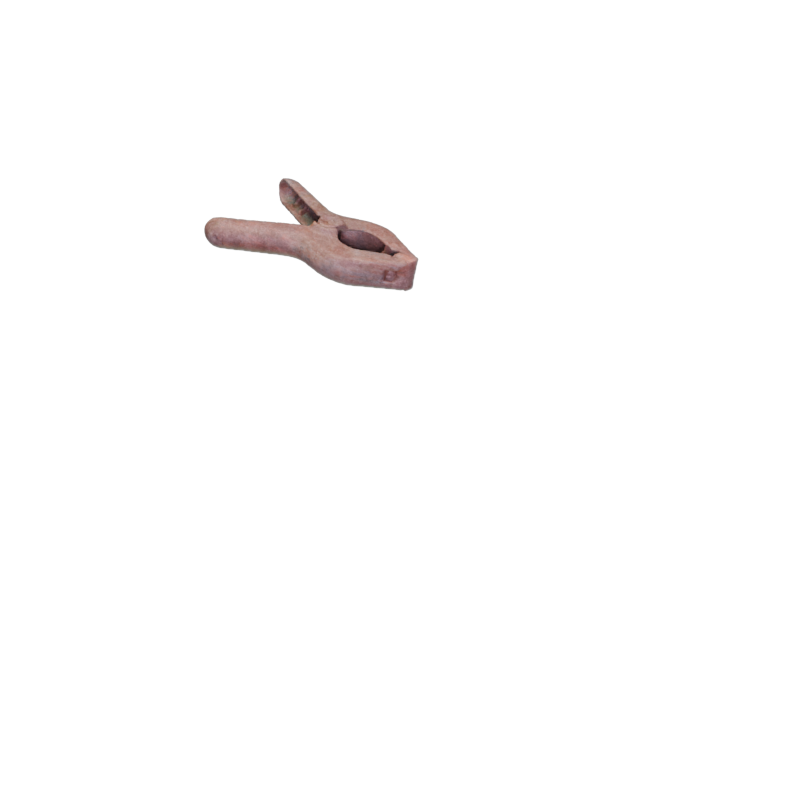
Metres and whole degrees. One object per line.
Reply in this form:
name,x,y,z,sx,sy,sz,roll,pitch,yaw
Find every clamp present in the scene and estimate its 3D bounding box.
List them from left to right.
clamp,-0.070,-0.128,0.898,0.182,0.037,0.121,28,45,31
